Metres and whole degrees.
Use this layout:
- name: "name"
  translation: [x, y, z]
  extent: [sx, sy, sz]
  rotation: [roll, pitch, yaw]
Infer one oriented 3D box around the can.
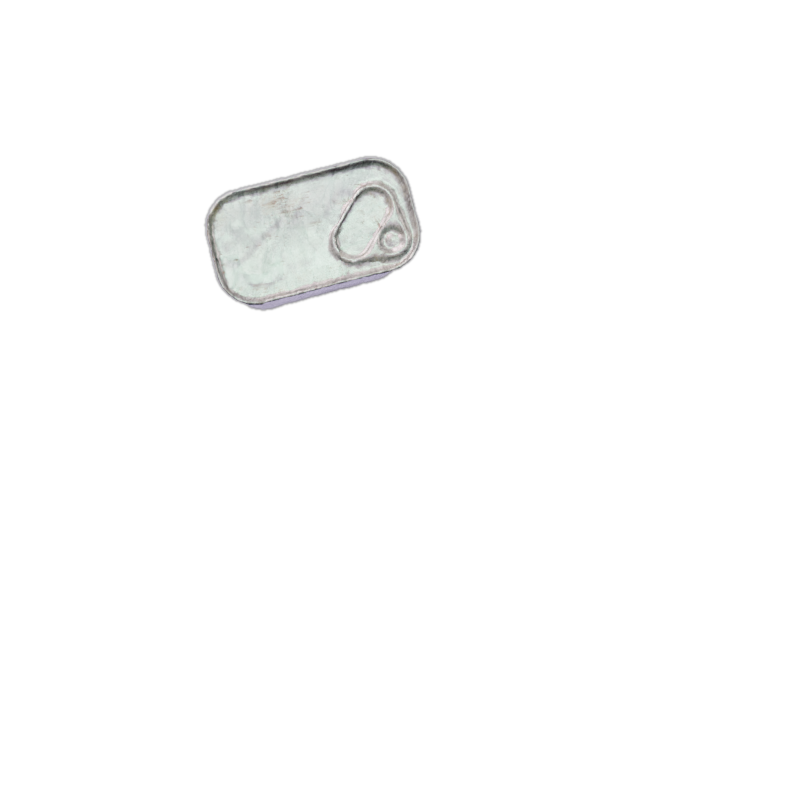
- name: "can"
  translation: [-0.045, -0.083, 0.578]
  extent: [0.102, 0.058, 0.083]
  rotation: [-15, -1, -3]
